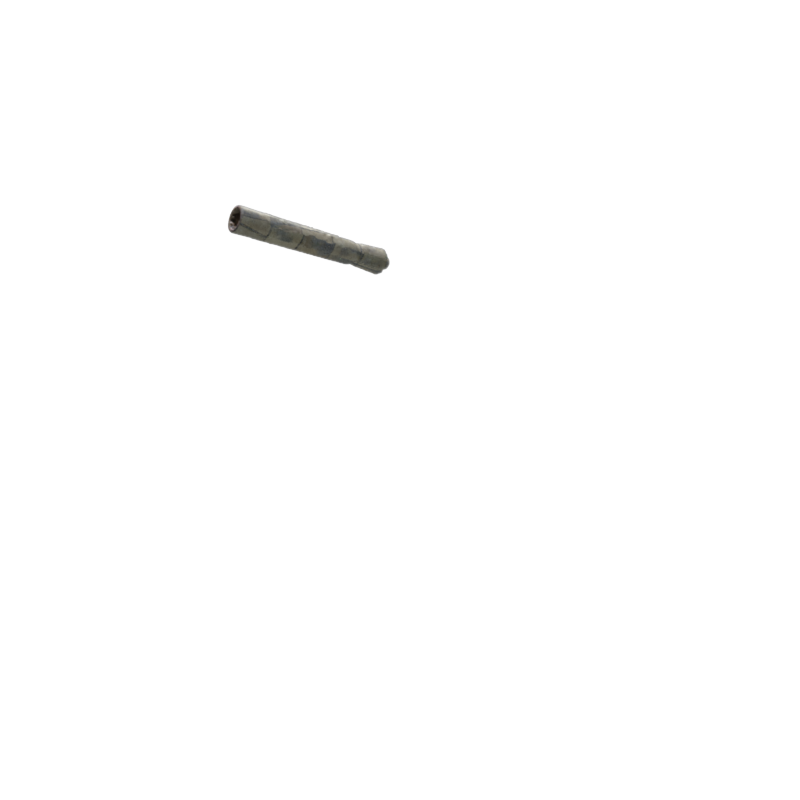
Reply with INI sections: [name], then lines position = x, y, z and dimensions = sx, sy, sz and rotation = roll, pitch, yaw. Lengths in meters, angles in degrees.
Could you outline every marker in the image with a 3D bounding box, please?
[marker]
position = -0.058, -0.106, 0.740
dimensions = 0.115, 0.020, 0.020
rotation = 13, -3, -31
